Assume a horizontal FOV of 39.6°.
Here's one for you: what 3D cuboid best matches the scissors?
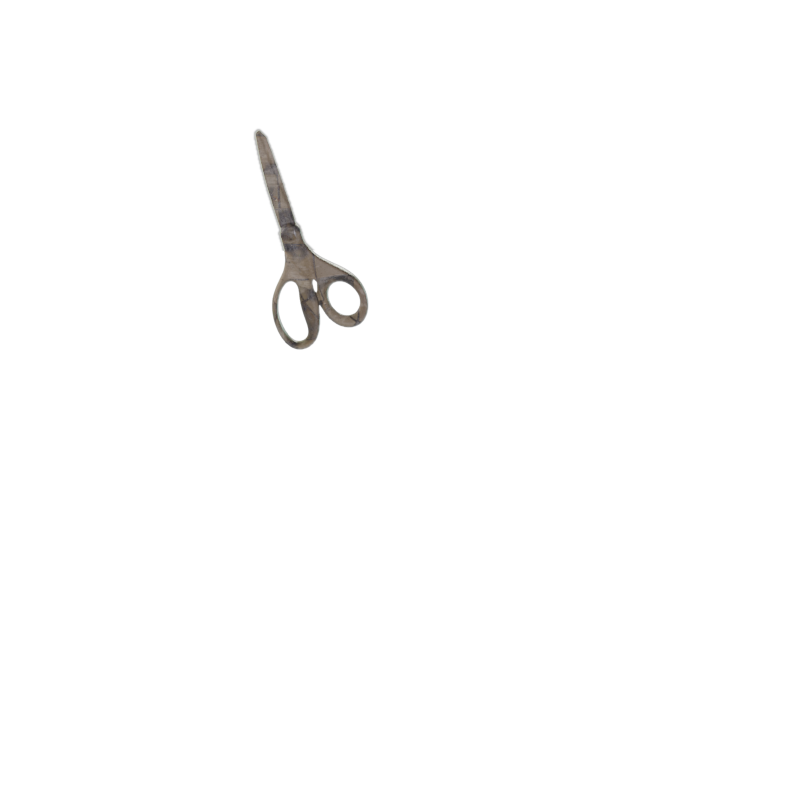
[{"bbox_3d":[-0.077,-0.140,0.984,0.096,0.194,0.016,0,17,0],"label":"scissors"}]
